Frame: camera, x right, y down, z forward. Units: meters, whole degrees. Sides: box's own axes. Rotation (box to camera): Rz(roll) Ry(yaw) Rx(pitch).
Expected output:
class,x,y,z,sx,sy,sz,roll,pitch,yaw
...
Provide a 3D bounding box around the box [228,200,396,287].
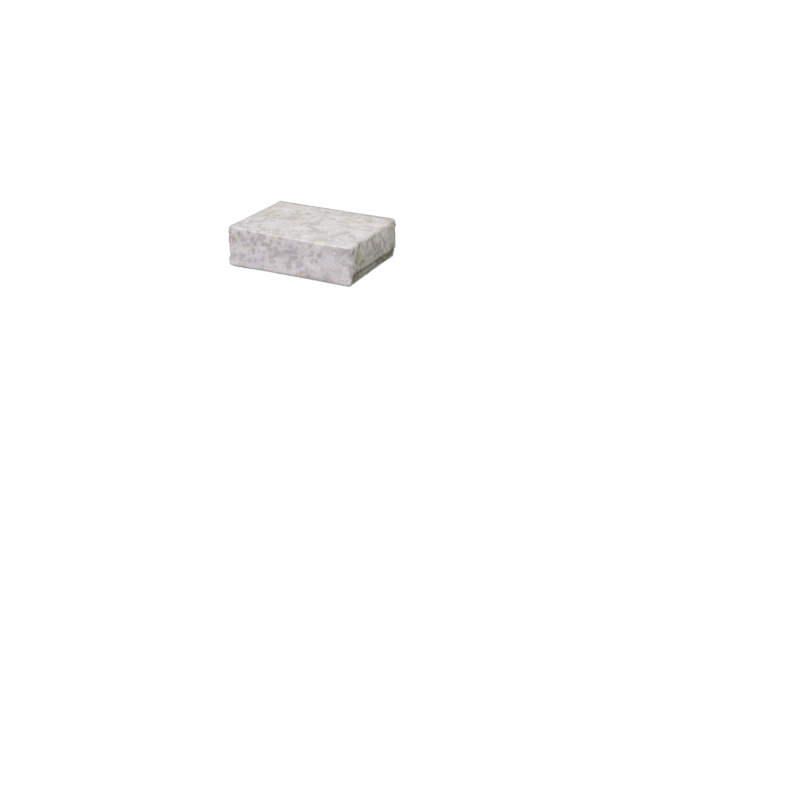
class,x,y,z,sx,sy,sz,roll,pitch,yaw
box,-0.071,-0.131,0.914,0.118,0.037,0.091,10,24,22
